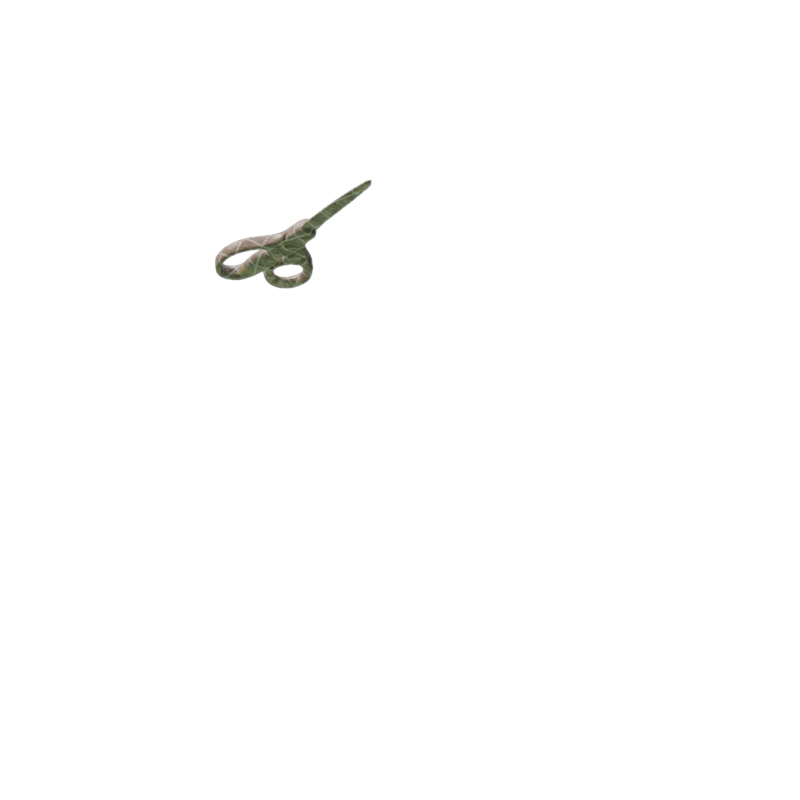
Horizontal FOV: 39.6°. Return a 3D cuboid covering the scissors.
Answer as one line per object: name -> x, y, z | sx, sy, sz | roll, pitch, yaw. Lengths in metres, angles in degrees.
scissors -> -0.075, -0.137, 0.962 | 0.204, 0.017, 0.090 | -16, -27, 36
